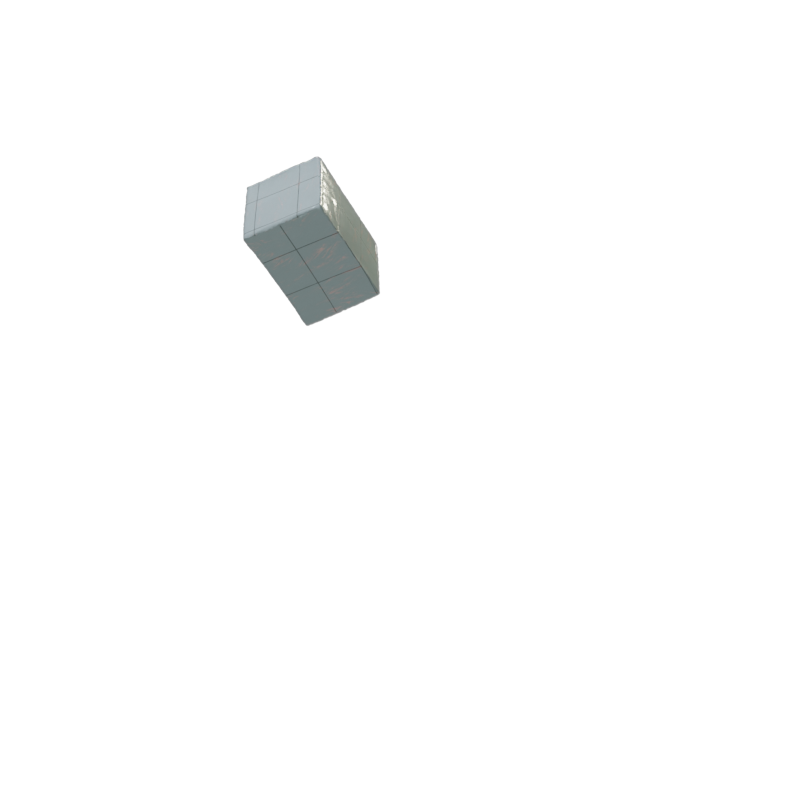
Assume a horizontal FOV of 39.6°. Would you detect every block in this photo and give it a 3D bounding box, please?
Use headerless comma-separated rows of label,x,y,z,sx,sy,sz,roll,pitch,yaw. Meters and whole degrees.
block,-0.052,-0.095,0.665,0.053,0.072,0.055,-22,38,16
